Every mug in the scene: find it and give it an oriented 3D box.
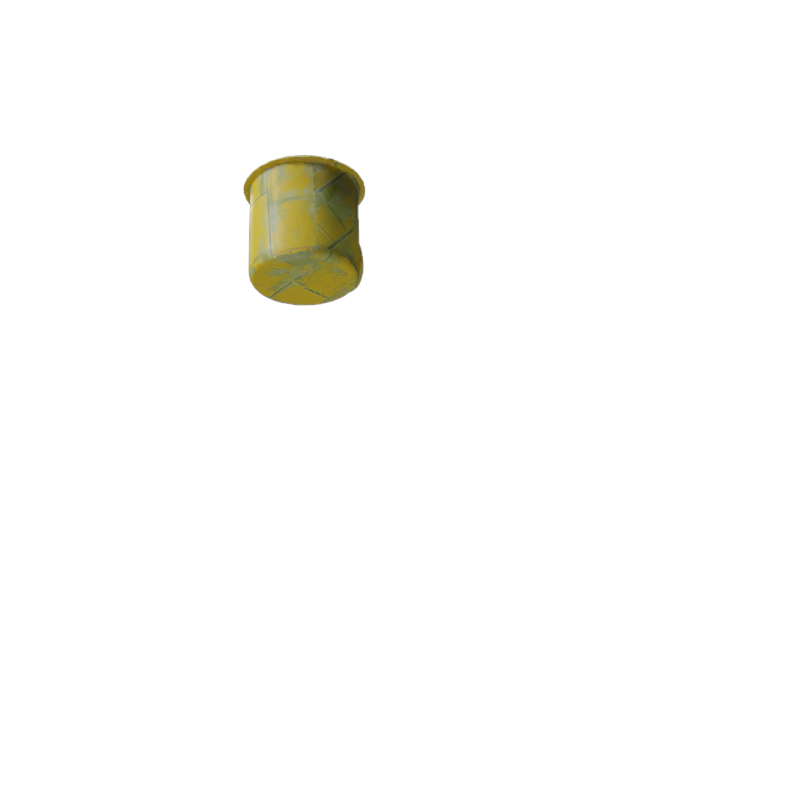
[{"bbox_3d":[-0.065,-0.119,0.836,0.094,0.087,0.109,-17,-31,28],"label":"mug"}]
